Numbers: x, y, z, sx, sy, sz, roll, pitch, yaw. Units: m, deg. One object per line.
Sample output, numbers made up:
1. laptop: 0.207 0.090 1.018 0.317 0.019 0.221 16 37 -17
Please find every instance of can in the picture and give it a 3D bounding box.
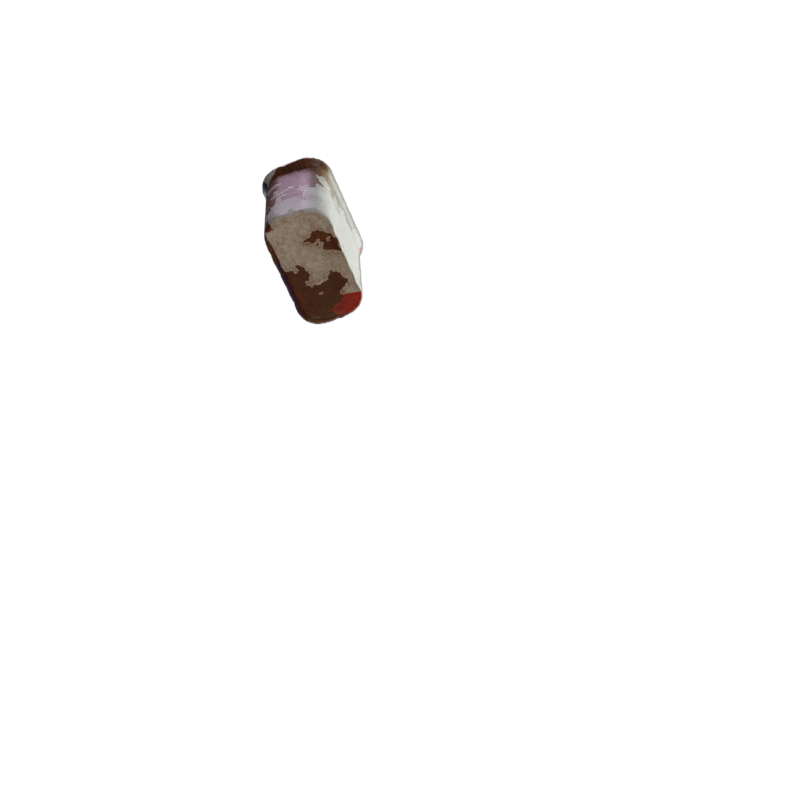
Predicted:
1. can: -0.066 -0.121 0.844 0.058 0.095 0.089 -19 31 9
